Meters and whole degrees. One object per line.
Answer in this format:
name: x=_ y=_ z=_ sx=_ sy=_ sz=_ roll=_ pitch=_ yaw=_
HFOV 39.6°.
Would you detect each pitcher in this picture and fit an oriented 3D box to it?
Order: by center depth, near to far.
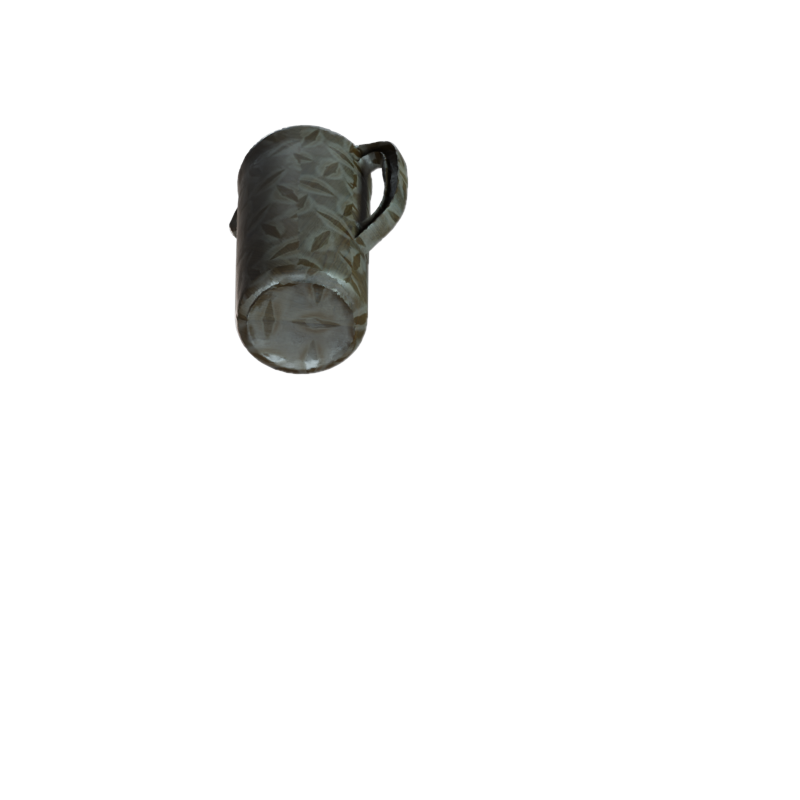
pitcher: x=-0.077 y=-0.141 z=0.985 sx=0.142 sy=0.142 sz=0.260 roll=12 pitch=35 yaw=-12
